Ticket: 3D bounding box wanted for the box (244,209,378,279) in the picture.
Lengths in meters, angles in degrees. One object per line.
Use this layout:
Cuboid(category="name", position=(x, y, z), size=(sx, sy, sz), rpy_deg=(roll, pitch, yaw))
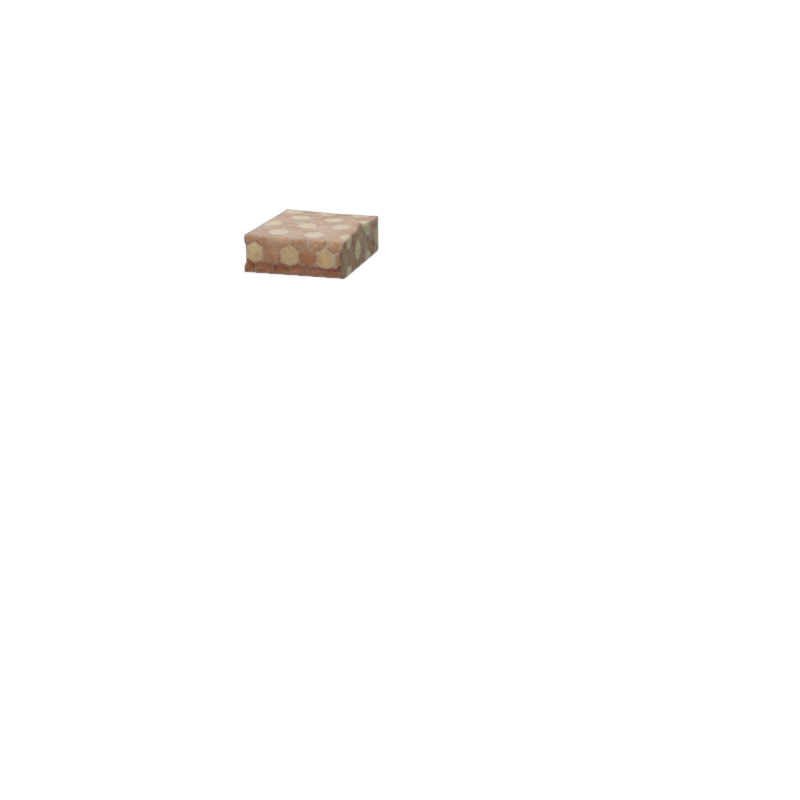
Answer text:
Cuboid(category="box", position=(-0.062, -0.112, 0.786), size=(0.075, 0.029, 0.091), rpy_deg=(6, 21, 15))
